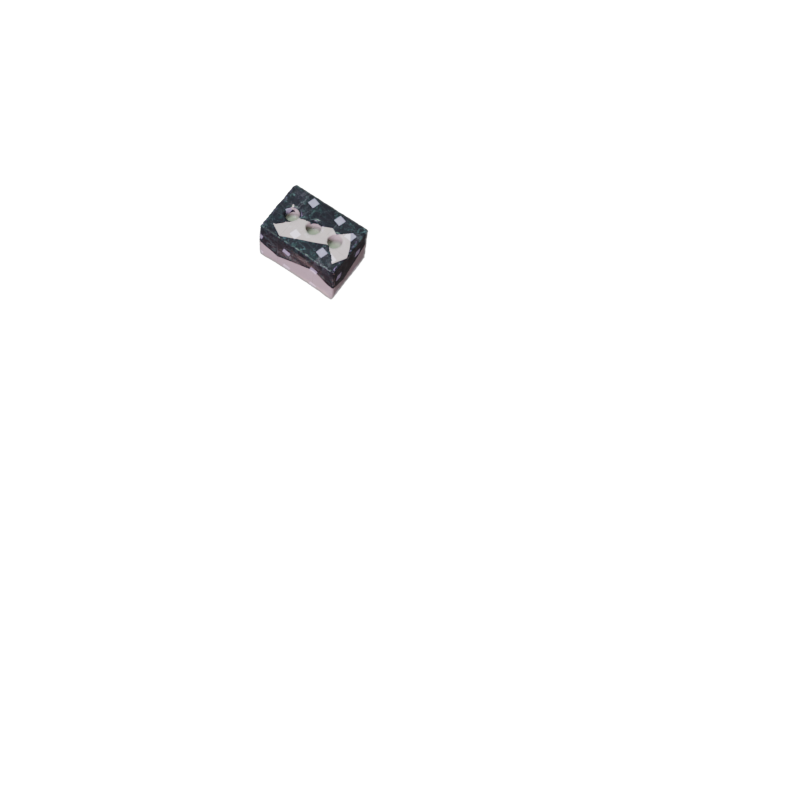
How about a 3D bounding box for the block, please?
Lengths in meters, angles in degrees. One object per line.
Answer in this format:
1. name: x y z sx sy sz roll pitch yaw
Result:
1. block: -0.073 -0.134 0.938 0.081 0.054 0.048 33 -22 14
